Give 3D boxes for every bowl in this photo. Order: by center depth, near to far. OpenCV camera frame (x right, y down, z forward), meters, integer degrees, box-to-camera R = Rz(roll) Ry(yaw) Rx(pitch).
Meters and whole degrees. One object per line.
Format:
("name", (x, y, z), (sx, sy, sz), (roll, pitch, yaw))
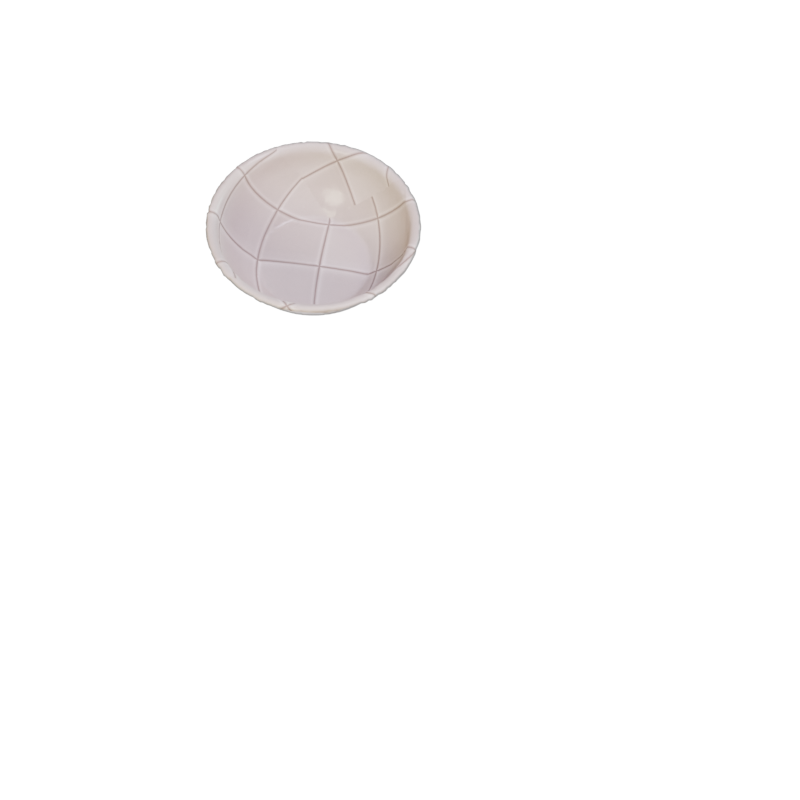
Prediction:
("bowl", (-0.067, -0.122, 0.853), (0.162, 0.173, 0.051), (-1, -33, -1))
